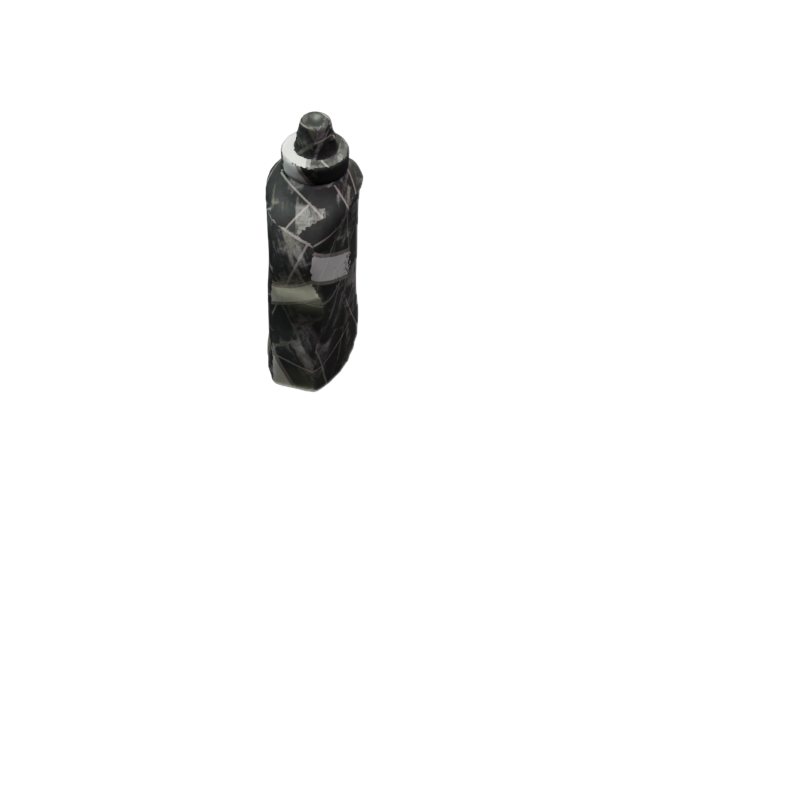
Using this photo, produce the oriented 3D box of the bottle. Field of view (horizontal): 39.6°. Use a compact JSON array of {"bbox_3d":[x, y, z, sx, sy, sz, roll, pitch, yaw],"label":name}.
[{"bbox_3d":[-0.055,-0.101,0.707,0.060,0.179,0.101,13,46,9],"label":"bottle"}]
